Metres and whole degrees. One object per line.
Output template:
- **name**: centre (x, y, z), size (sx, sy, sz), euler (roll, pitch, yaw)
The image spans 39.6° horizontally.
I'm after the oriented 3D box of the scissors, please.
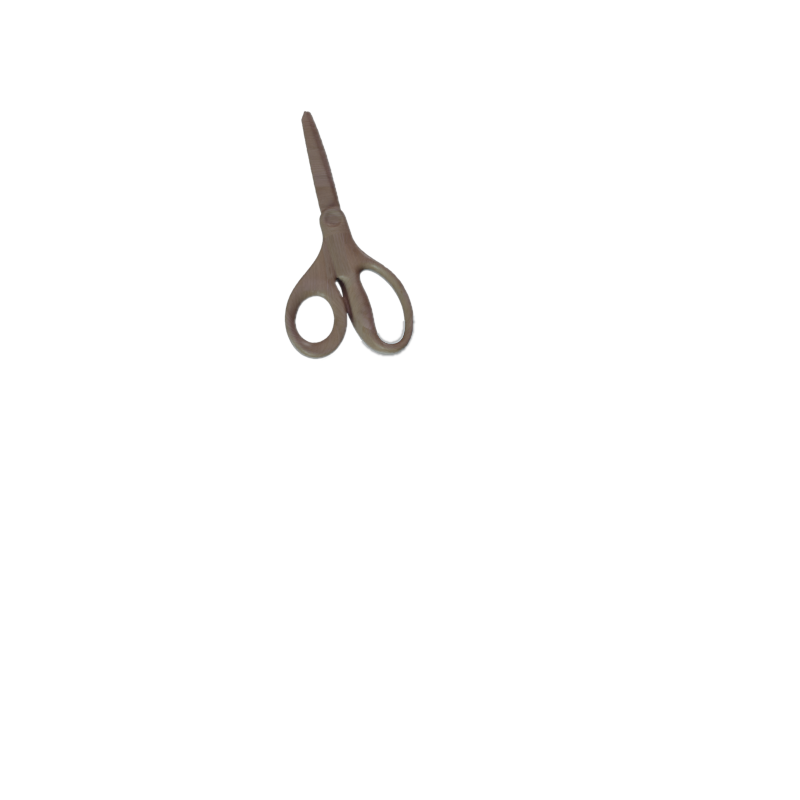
- **scissors**: centre (-0.062, -0.112, 0.787), size (0.096, 0.214, 0.015), euler (-25, -23, -12)
